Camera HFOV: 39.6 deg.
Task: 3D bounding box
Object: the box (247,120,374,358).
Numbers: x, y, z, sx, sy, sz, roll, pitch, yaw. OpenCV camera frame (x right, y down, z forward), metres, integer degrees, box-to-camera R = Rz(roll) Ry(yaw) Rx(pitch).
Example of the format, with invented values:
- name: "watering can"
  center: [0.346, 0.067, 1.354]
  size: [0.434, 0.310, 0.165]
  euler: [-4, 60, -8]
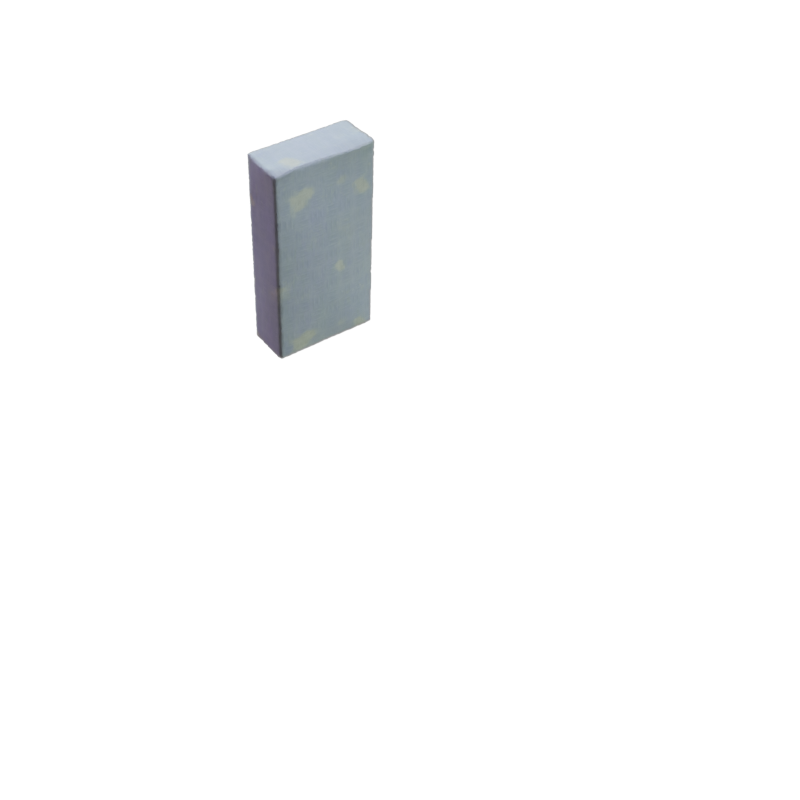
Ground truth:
- name: "box"
  center: [-0.069, -0.125, 0.876]
  size: [0.093, 0.164, 0.052]
  euler: [-24, 48, -28]
